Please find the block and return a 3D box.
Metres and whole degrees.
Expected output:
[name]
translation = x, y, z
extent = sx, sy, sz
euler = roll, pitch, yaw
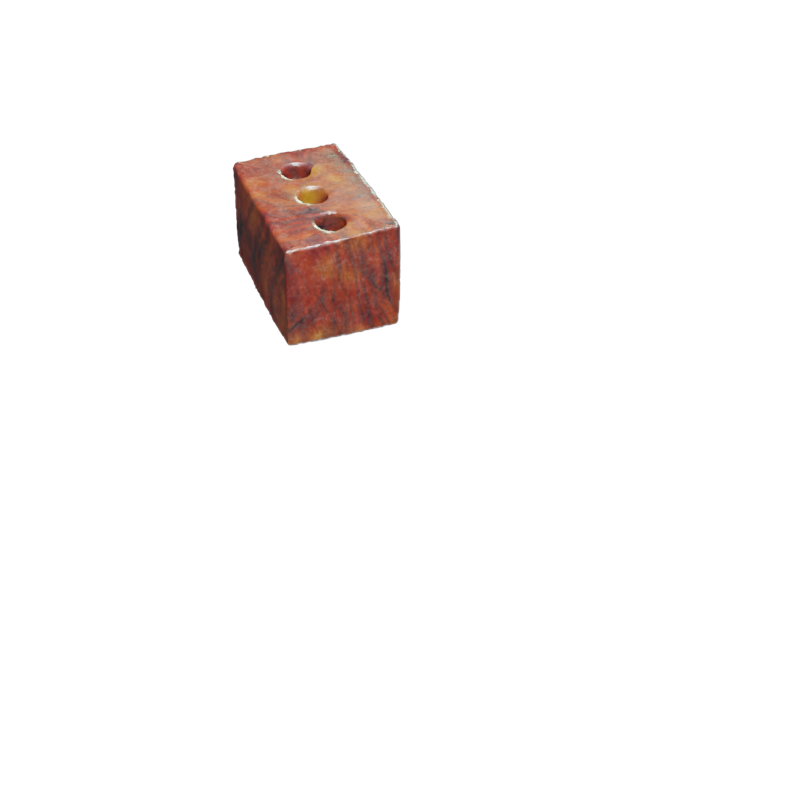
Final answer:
[block]
translation = -0.039, -0.071, 0.495
extent = 0.052, 0.048, 0.084
euler = -14, 41, -18
